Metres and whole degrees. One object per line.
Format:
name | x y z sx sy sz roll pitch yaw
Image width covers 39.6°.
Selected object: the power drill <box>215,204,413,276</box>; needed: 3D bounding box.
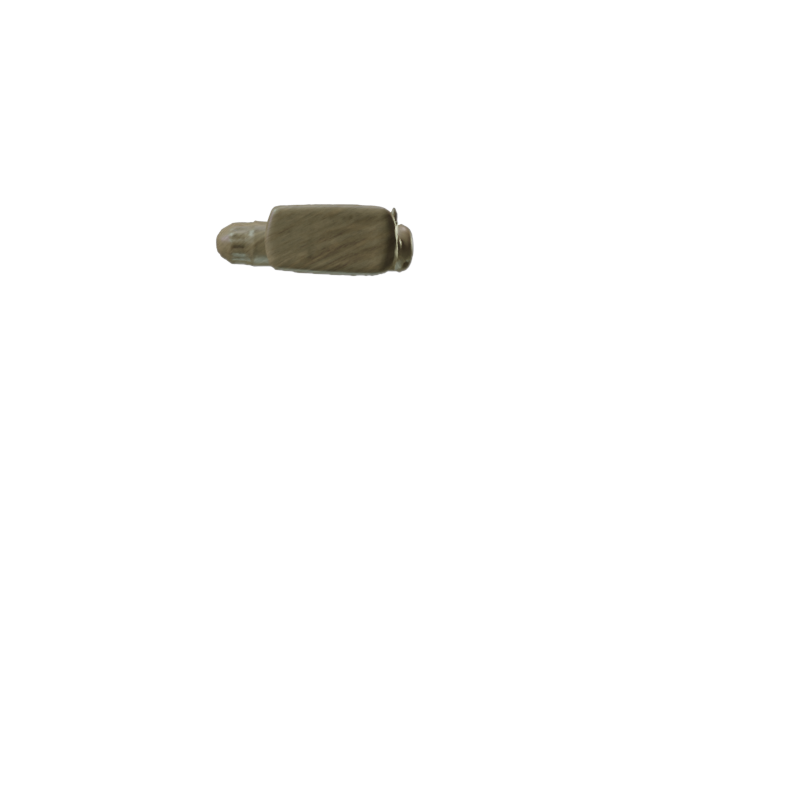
power drill | -0.076 -0.138 0.967 0.184 0.057 0.189 0 7 -1
